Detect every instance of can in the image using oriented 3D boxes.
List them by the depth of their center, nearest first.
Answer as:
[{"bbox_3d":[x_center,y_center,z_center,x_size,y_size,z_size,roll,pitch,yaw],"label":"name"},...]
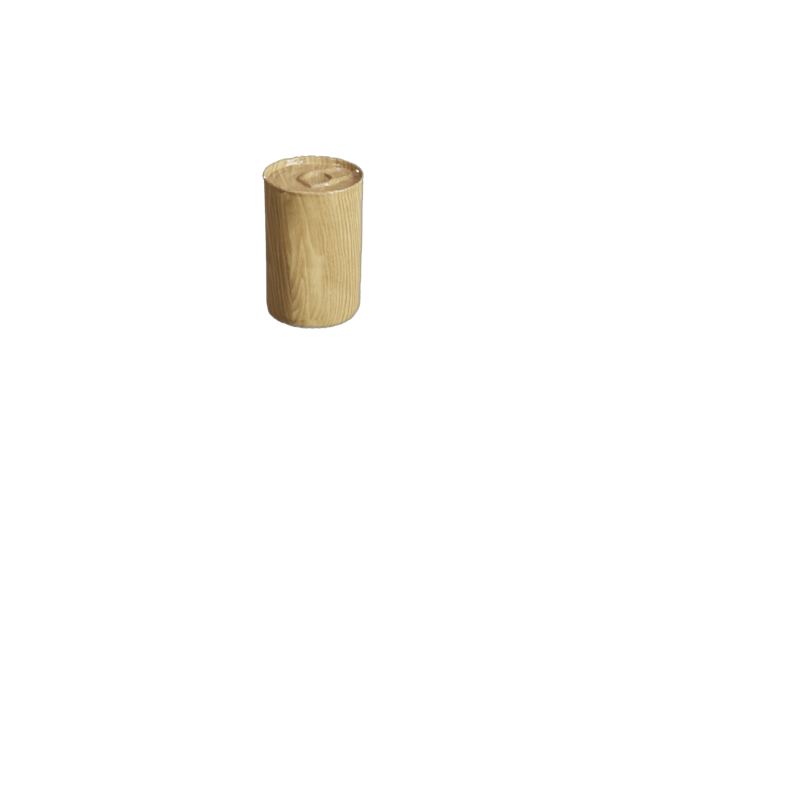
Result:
[{"bbox_3d":[-0.060,-0.109,0.763,0.068,0.097,0.073,0,28,-2],"label":"can"}]
